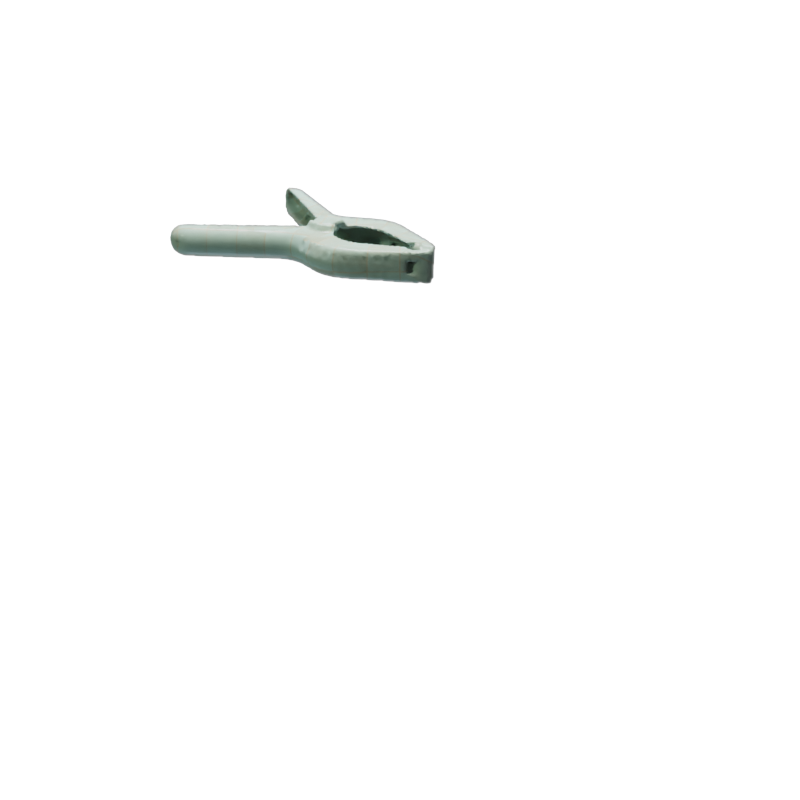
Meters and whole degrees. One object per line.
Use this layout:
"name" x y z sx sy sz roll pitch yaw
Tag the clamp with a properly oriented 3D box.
"clamp" -0.071 -0.129 0.901 0.223 0.035 0.163 21 33 37
